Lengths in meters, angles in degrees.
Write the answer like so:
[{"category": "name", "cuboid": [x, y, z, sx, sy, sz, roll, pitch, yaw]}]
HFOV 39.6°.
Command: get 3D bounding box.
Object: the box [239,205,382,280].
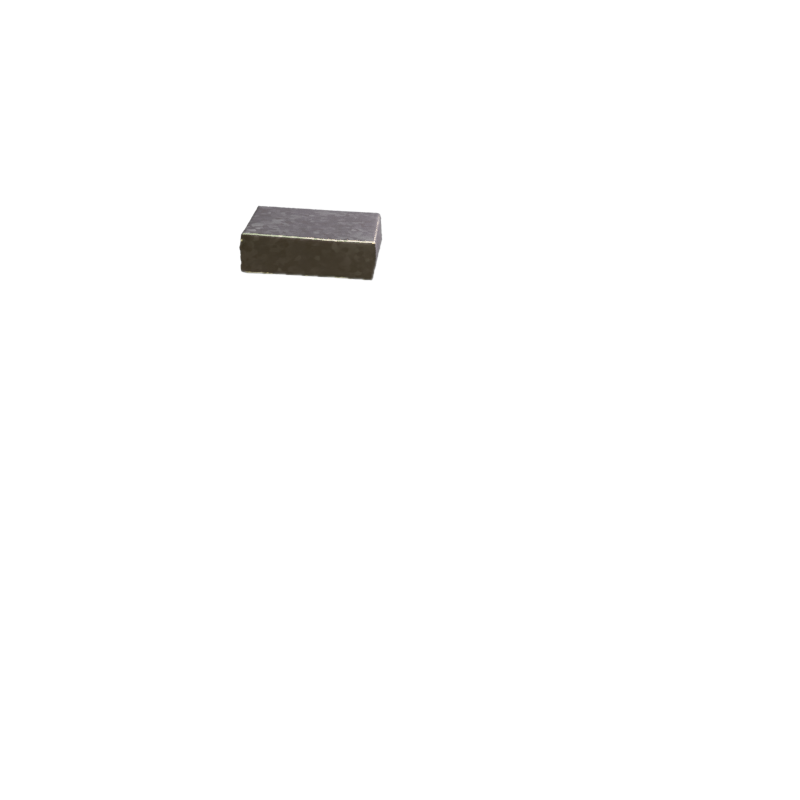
[{"category": "box", "cuboid": [-0.074, -0.135, 0.943, 0.114, 0.037, 0.093, 2, 22, 4]}]
